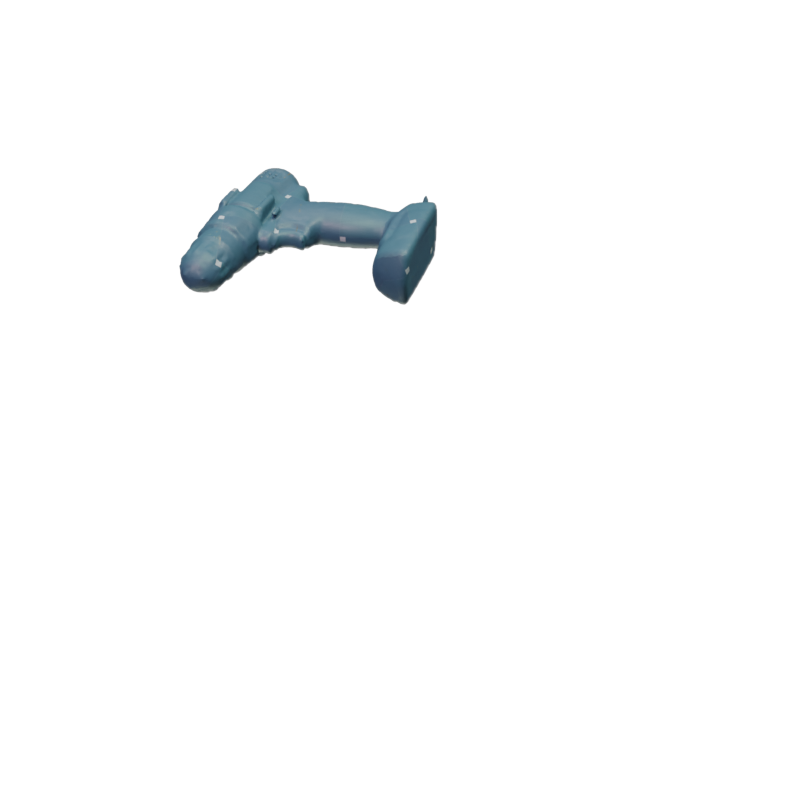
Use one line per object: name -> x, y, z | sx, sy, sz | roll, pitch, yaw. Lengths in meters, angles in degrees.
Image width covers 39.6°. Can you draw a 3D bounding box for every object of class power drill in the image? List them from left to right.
power drill -> -0.073, -0.134, 0.938 | 0.193, 0.054, 0.191 | 12, 39, 16
